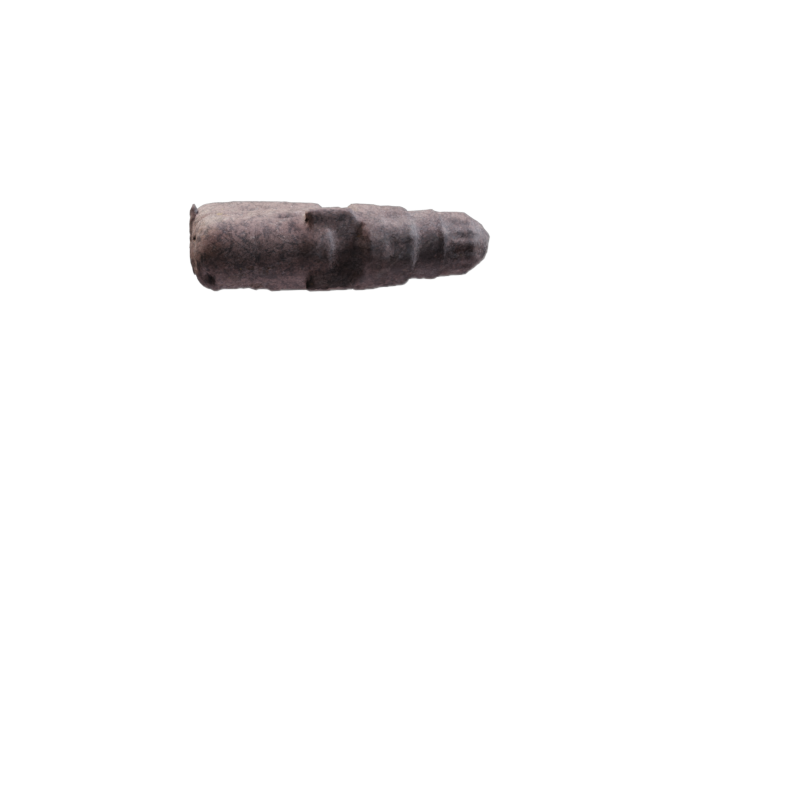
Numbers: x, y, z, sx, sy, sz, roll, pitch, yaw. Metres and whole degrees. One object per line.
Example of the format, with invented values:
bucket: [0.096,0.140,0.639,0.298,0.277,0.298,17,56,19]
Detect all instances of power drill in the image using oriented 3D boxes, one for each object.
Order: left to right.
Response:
power drill: [-0.057,-0.105,0.732,0.180,0.057,0.194,-3,9,-18]
